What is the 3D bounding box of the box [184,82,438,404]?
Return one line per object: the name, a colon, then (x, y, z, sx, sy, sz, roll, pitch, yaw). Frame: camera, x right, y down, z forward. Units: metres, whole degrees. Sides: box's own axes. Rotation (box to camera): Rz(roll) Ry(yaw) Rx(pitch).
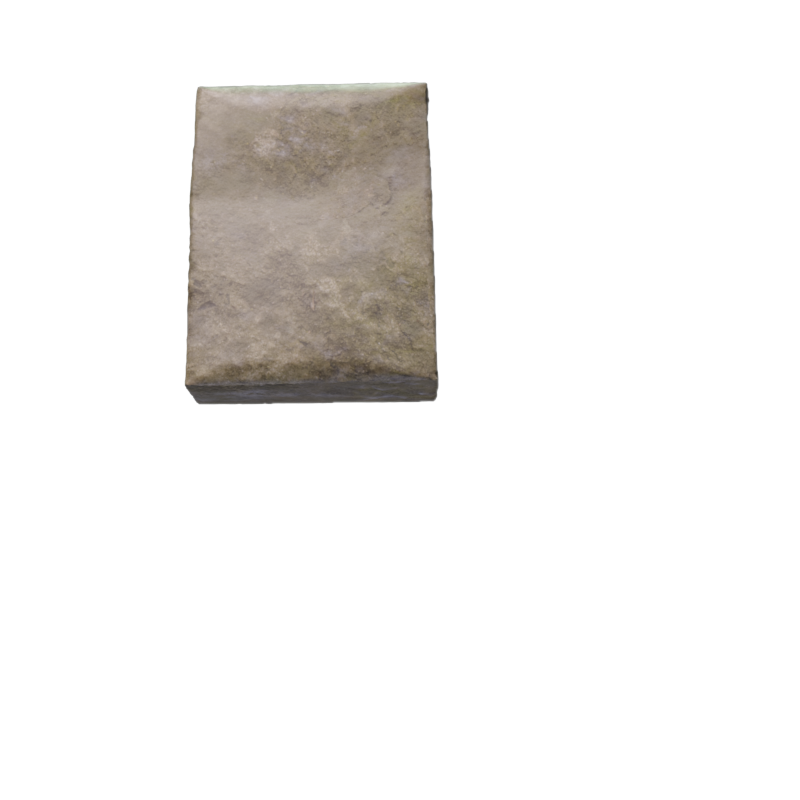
box: (-0.059, -0.108, 0.755, 0.164, 0.223, 0.069, -1, -17, 1)
